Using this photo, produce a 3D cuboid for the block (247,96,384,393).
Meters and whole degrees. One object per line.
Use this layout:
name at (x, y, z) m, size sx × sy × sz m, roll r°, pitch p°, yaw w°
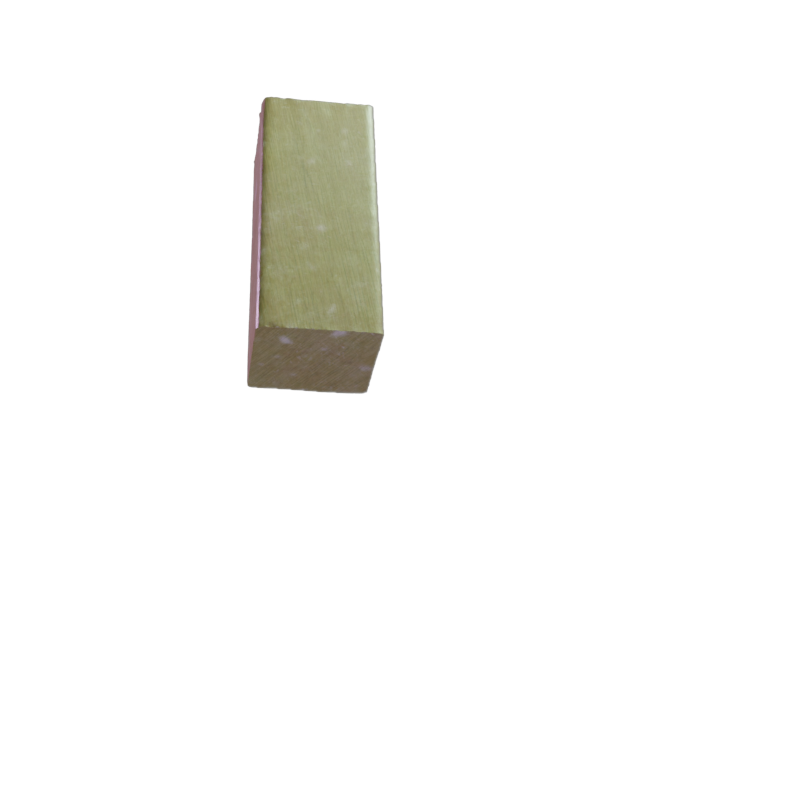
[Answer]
block at (-0.066, -0.119, 0.833) m, size 0.089 × 0.220 × 0.086 m, roll 3°, pitch -33°, yaw -8°
